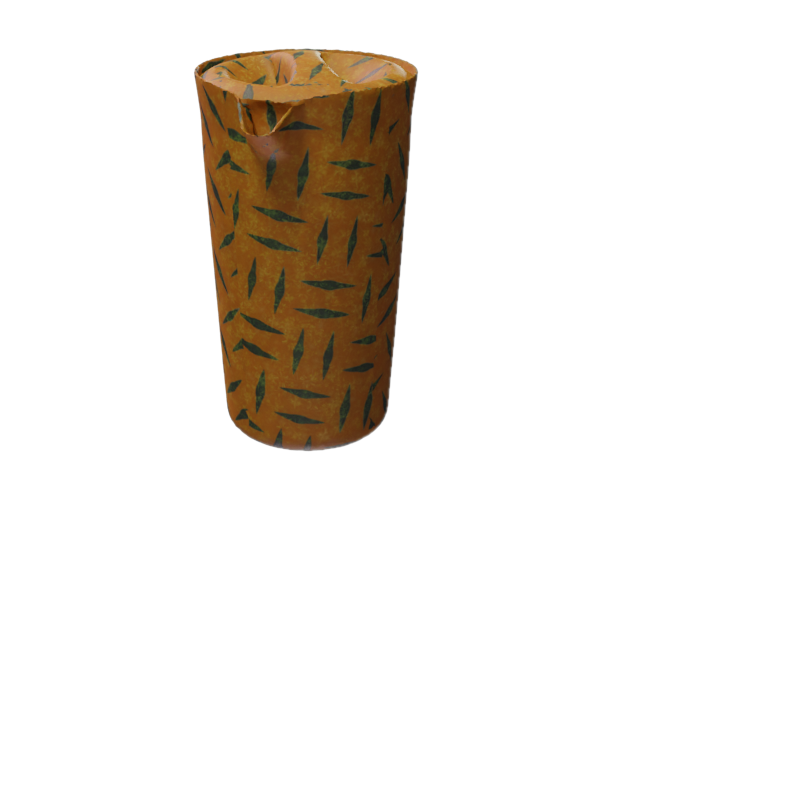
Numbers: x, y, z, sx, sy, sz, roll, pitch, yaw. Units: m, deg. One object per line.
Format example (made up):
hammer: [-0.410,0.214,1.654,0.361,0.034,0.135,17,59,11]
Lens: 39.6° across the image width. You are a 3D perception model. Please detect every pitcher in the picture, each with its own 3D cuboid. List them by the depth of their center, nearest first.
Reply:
pitcher: [-0.056,-0.102,0.711,0.146,0.231,0.155,-12,27,-28]
